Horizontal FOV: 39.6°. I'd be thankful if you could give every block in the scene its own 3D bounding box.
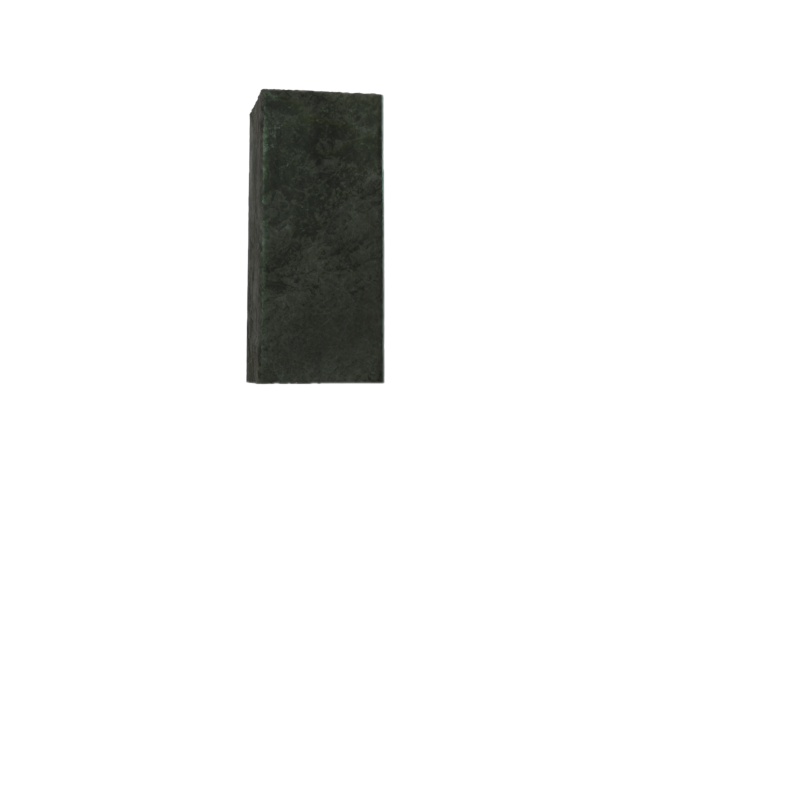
[{"bbox_3d":[-0.064,-0.116,0.814,0.089,0.209,0.090,1,-5,-12],"label":"block"}]
